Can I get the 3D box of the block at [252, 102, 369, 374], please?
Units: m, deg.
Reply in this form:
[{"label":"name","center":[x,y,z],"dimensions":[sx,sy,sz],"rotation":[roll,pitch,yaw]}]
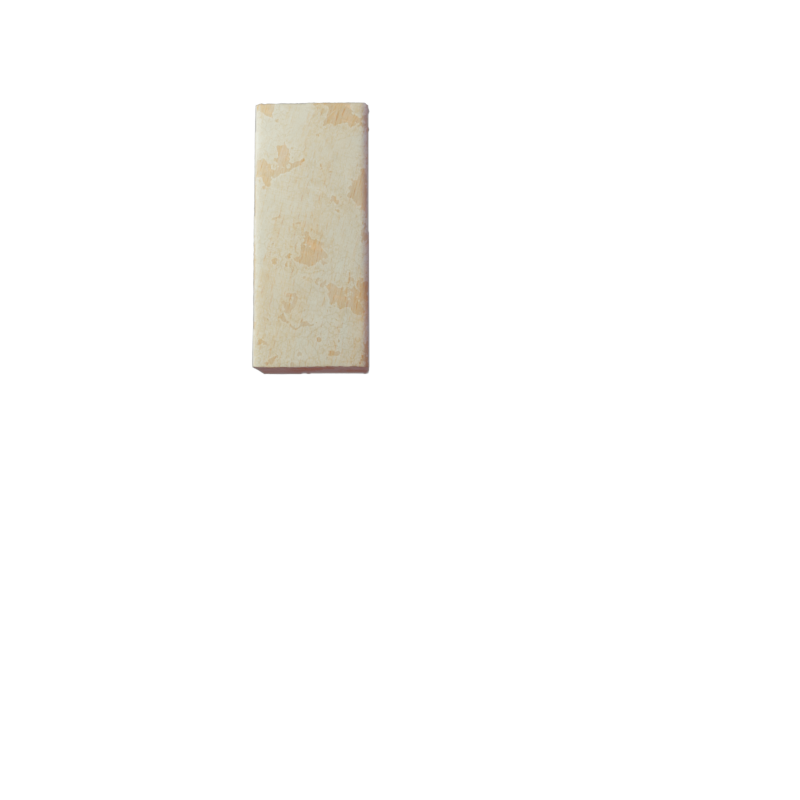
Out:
[{"label":"block","center":[-0.069,-0.127,0.890],"dimensions":[0.090,0.211,0.088],"rotation":[-1,-9,0]}]
